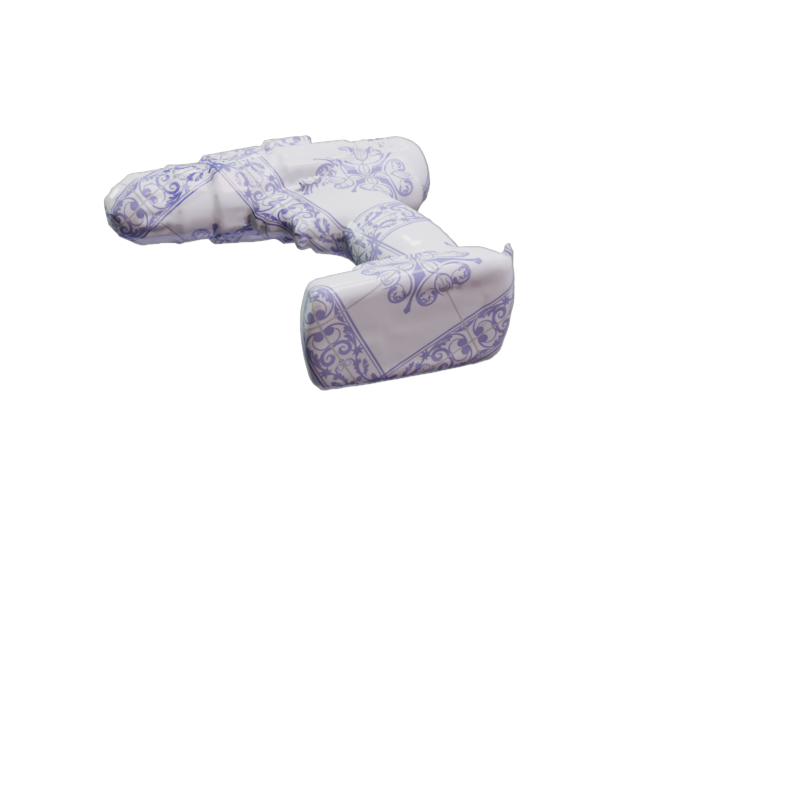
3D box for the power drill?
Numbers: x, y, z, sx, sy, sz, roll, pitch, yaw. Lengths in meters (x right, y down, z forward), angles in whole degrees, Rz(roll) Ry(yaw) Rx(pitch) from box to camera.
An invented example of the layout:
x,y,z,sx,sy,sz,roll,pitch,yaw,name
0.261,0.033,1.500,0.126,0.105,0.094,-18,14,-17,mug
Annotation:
x,y,z,sx,sy,sz,roll,pitch,yaw,name
-0.044,-0.080,0.560,0.182,0.054,0.203,-13,36,-18,power drill
